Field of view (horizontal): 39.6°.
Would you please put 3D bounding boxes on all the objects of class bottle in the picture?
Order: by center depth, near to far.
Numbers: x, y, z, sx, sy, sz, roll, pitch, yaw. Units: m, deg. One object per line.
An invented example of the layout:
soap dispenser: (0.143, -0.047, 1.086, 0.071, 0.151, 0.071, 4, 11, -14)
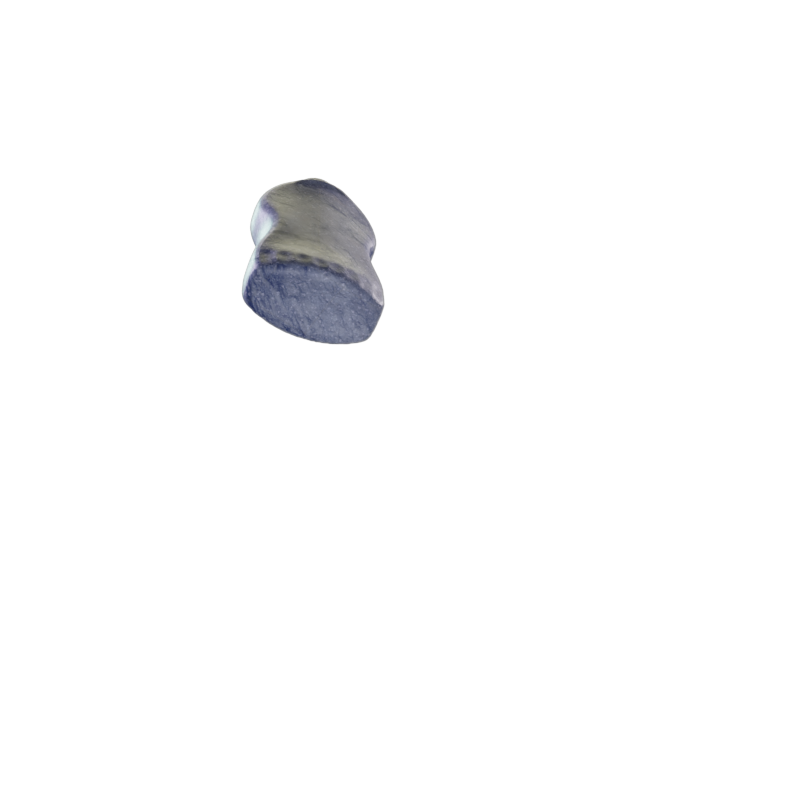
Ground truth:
bottle: (-0.065, -0.118, 0.827, 0.094, 0.056, 0.204, 15, 31, -13)
